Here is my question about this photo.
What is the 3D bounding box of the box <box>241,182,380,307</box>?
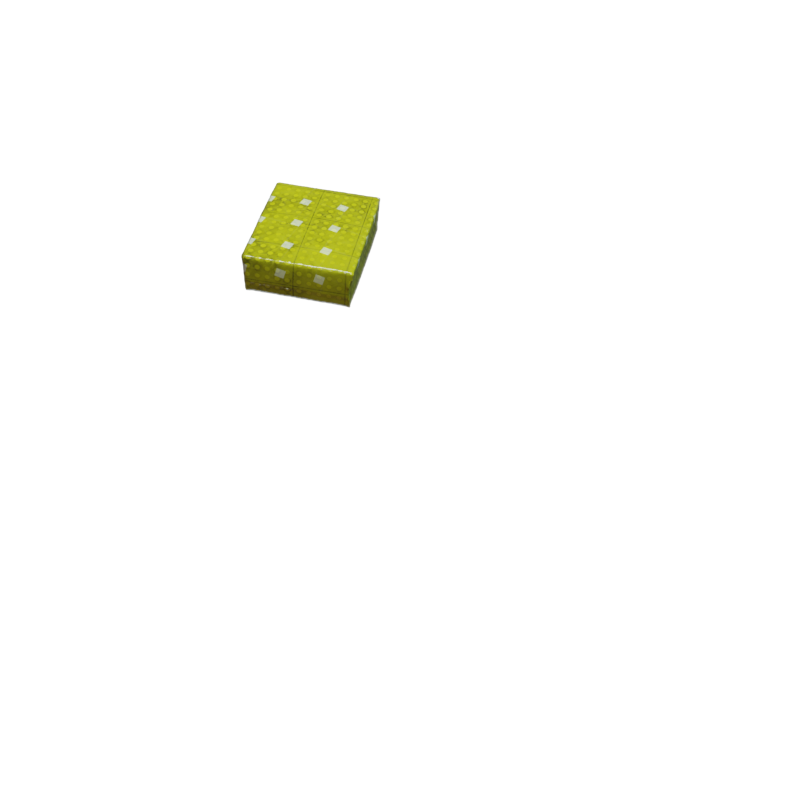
[{"bbox_3d":[-0.070,-0.128,0.898,0.091,0.036,0.120,8,43,8],"label":"box"}]
